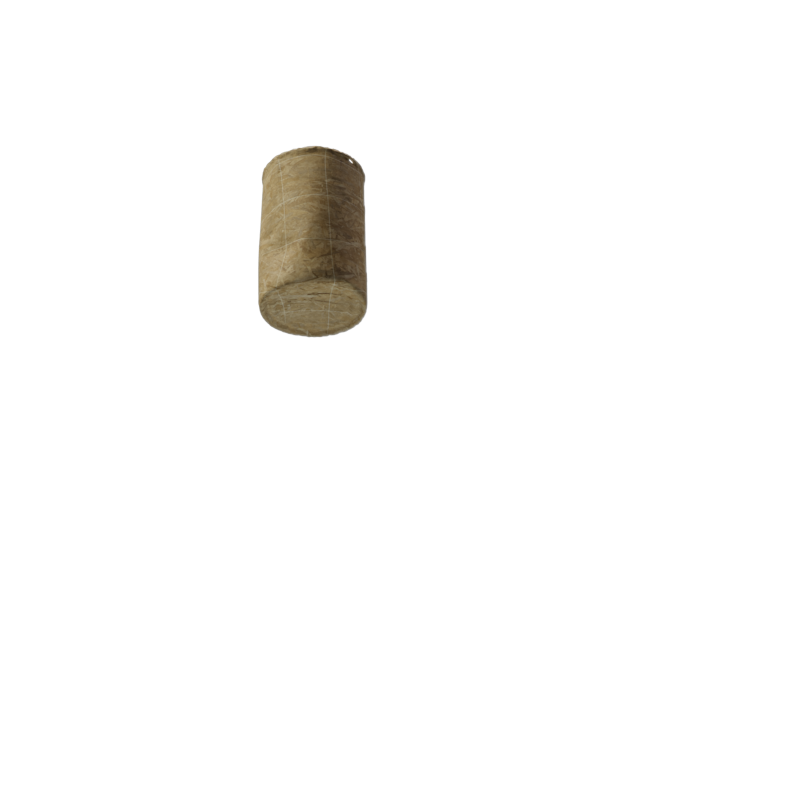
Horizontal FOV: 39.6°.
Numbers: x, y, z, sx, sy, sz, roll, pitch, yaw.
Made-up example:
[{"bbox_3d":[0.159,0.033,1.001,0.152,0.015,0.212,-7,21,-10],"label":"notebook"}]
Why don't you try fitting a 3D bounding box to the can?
[{"bbox_3d":[-0.055,-0.100,0.698,0.068,0.109,0.064,-1,-32,-2],"label":"can"}]
